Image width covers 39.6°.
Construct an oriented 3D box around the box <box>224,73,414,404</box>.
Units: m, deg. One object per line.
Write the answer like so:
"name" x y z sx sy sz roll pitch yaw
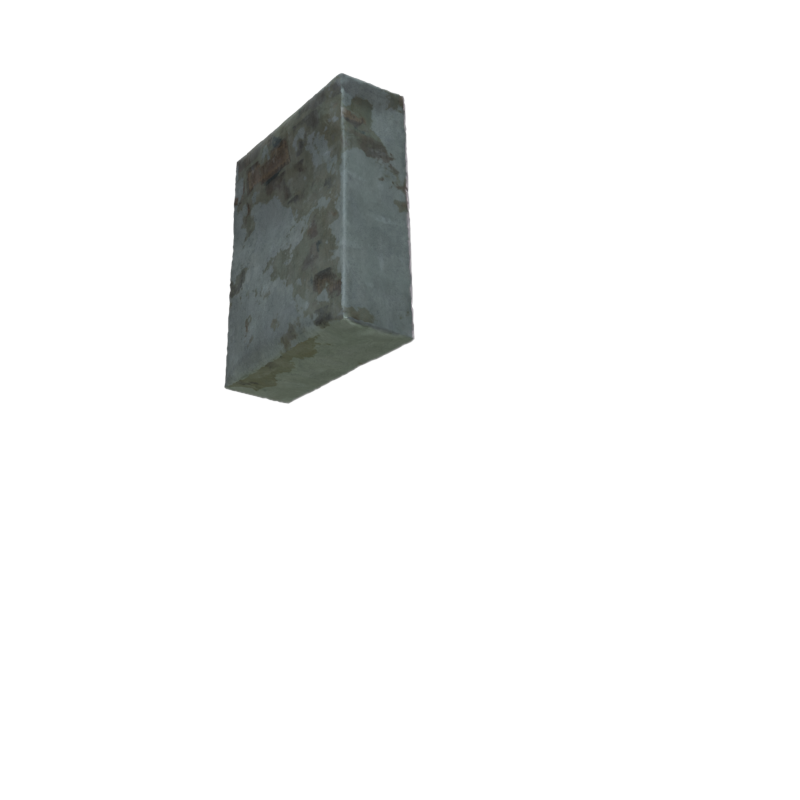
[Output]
"box" -0.068 -0.125 0.874 0.068 0.226 0.164 17 -30 -35
